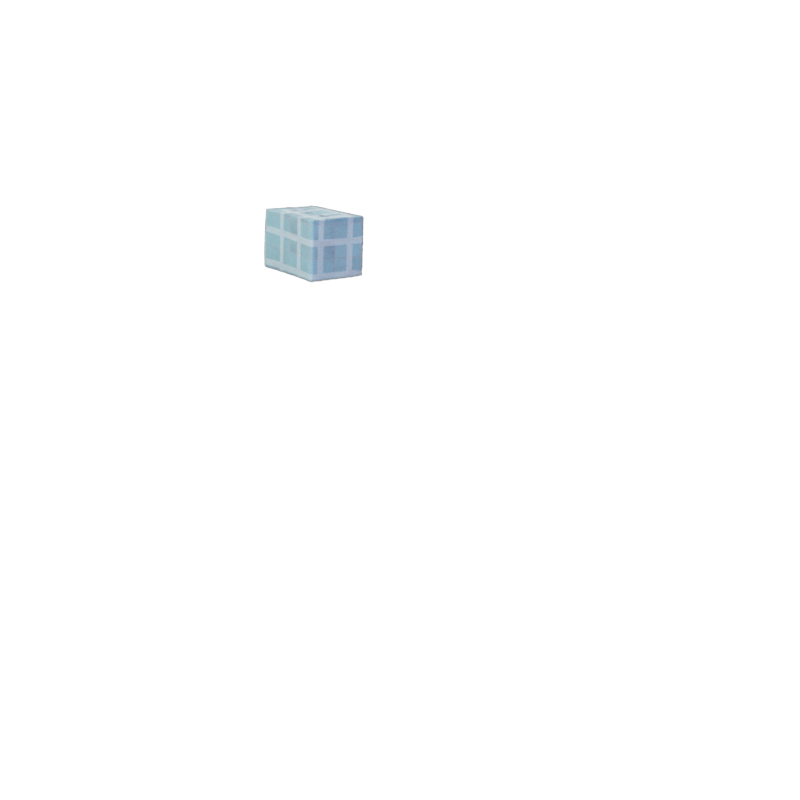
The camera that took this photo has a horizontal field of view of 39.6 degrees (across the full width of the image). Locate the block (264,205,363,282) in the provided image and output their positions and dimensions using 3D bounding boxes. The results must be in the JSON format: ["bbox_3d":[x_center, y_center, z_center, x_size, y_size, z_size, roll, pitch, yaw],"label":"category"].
[{"bbox_3d":[-0.073,-0.132,0.928,0.051,0.050,0.082,-9,18,-33],"label":"block"}]
